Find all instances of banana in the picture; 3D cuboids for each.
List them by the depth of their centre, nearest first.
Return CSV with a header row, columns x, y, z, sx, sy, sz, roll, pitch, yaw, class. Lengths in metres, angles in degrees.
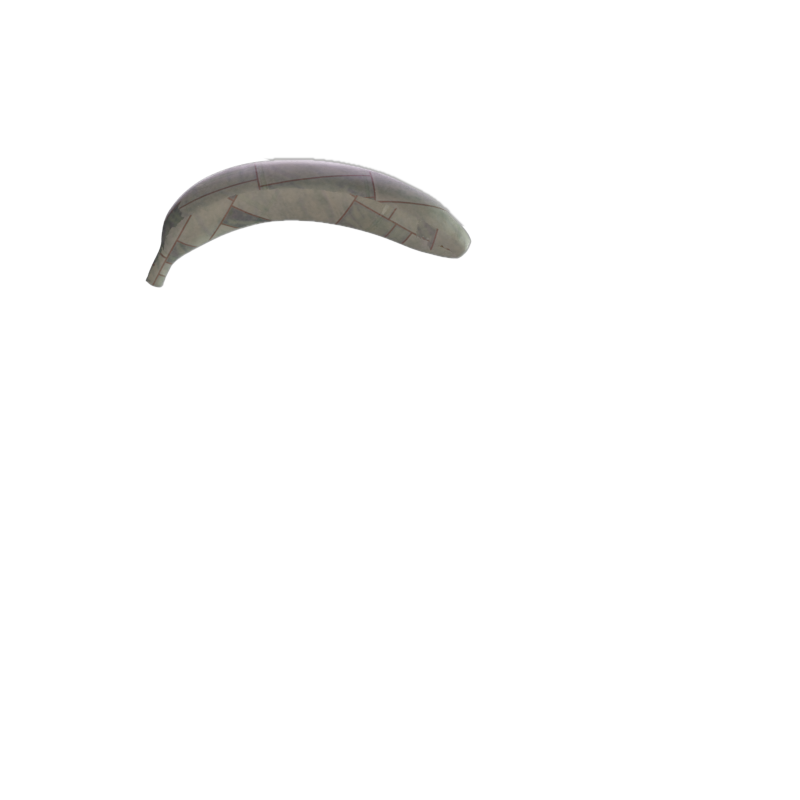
x,y,z,sx,sy,sz,roll,pitch,yaw,class
-0.058,-0.112,0.668,0.198,0.066,0.039,-5,24,2,banana
